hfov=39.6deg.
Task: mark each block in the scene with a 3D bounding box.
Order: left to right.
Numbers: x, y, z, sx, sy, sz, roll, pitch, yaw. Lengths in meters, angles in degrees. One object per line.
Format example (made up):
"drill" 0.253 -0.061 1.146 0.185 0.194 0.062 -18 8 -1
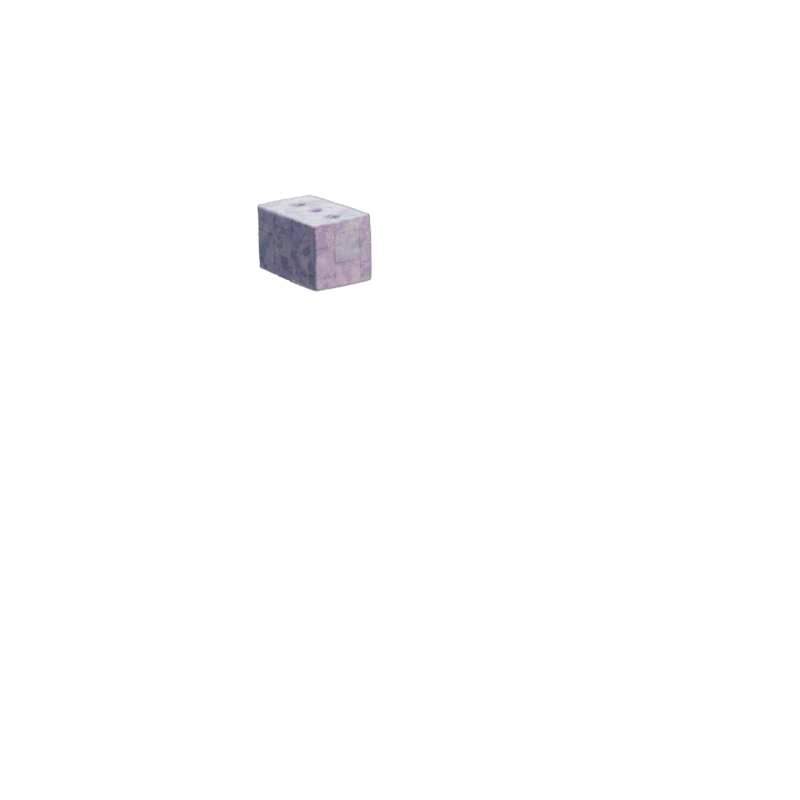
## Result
"block" -0.065 -0.119 0.832 0.052 0.049 0.083 -15 26 -36
